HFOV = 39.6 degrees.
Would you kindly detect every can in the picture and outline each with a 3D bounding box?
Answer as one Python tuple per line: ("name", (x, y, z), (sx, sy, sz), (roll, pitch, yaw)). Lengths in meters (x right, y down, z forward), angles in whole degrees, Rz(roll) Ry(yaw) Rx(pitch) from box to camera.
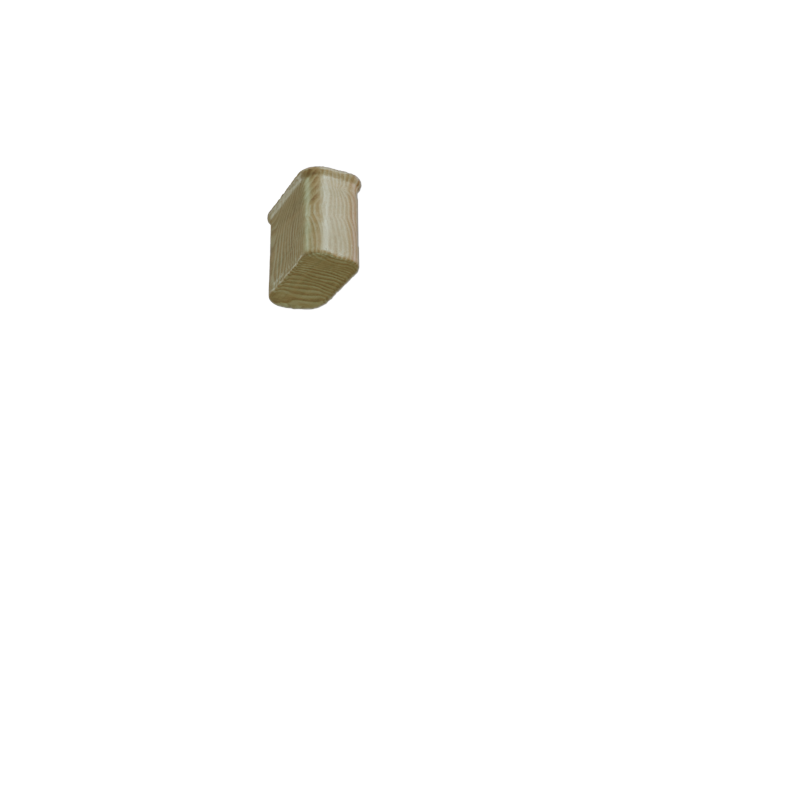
("can", (-0.073, -0.134, 0.937), (0.055, 0.089, 0.100), (13, -30, -25))
